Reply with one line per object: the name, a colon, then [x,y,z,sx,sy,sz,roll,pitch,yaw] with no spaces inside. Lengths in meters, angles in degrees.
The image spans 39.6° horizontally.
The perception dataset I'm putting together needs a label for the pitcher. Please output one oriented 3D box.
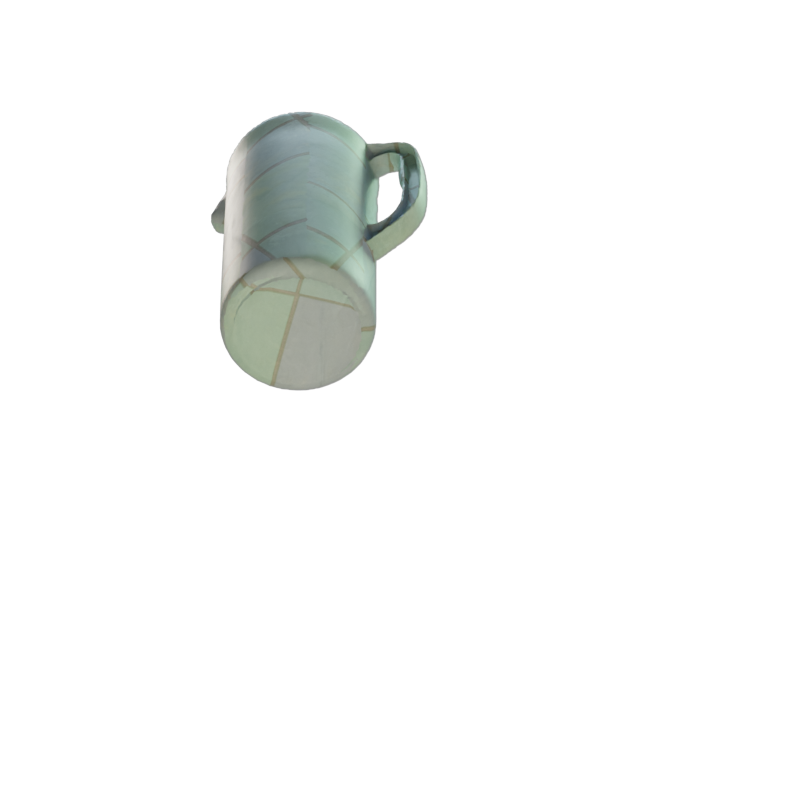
pitcher: [-0.067,-0.122,0.854,0.141,0.144,0.259,20,30,-16]
